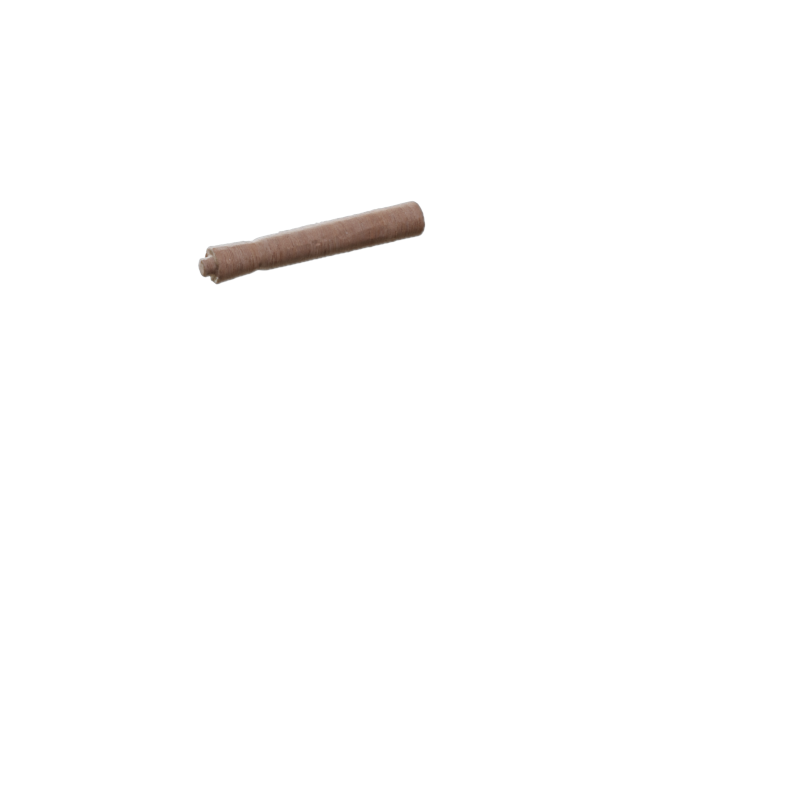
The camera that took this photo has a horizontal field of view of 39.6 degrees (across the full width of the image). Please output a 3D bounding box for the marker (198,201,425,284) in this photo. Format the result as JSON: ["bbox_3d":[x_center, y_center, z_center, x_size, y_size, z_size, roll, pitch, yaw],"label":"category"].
[{"bbox_3d":[-0.044,-0.080,0.557,0.119,0.019,0.020,-17,11,-24],"label":"marker"}]
